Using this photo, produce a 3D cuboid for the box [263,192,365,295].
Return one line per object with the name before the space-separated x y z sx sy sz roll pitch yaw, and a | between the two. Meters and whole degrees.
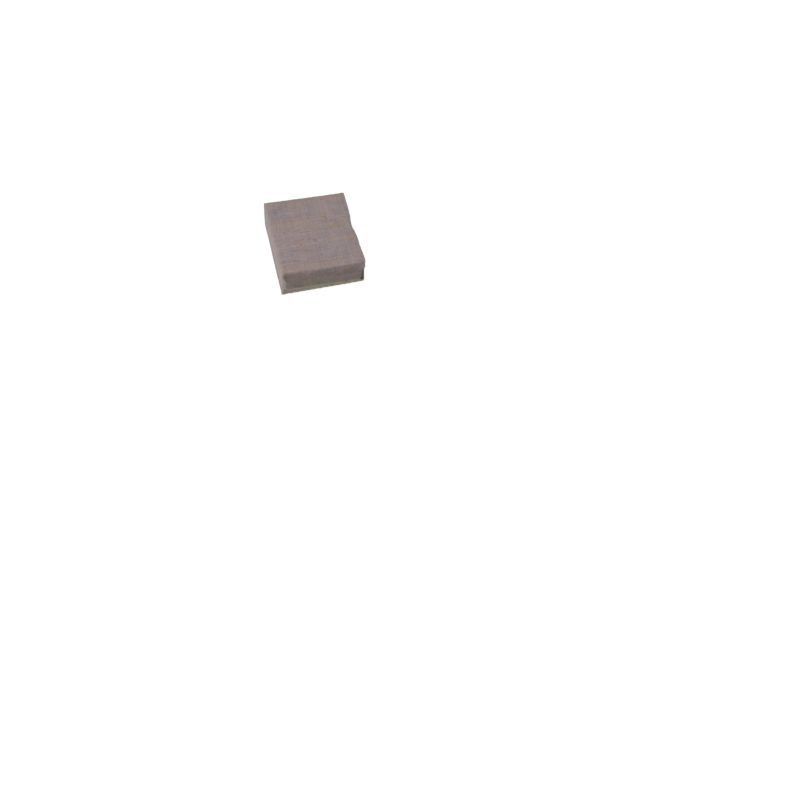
box | -0.075 -0.137 0.962 0.072 0.096 0.028 -10 -39 -9
